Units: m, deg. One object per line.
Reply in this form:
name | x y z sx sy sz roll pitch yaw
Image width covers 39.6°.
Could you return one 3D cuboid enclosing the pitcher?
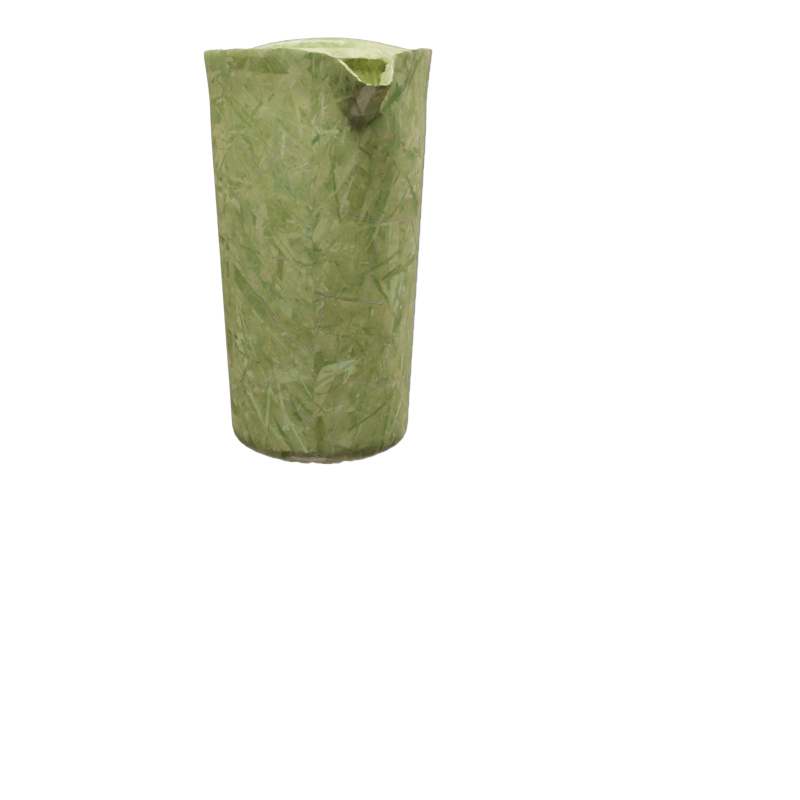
pitcher | -0.053 -0.096 0.674 0.149 0.238 0.149 4 11 19
